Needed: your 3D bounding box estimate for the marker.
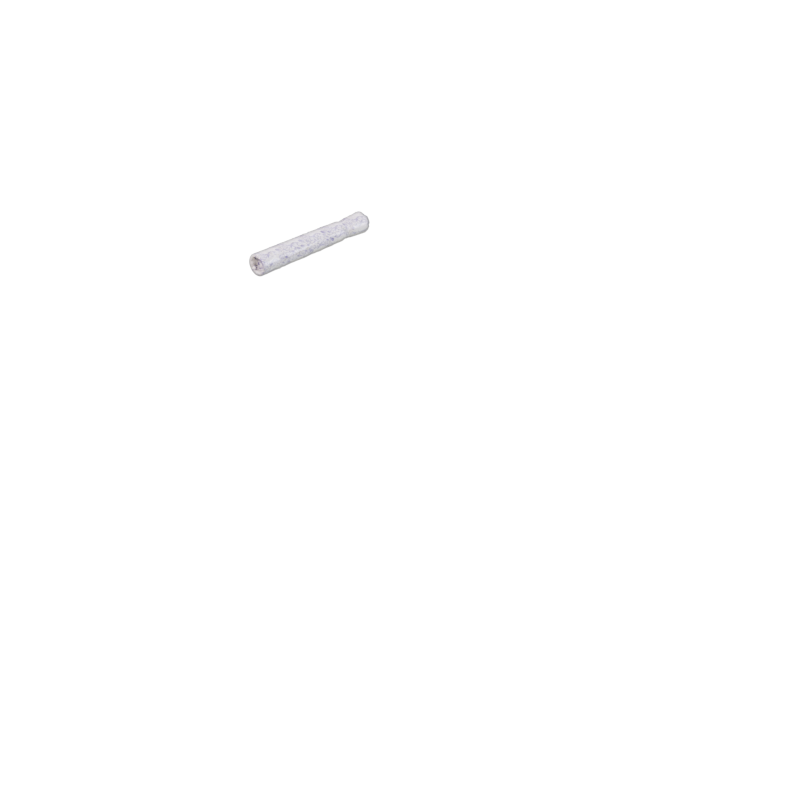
[{"bbox_3d":[-0.071,-0.129,0.901,0.120,0.019,0.021,-29,22,-37],"label":"marker"}]
